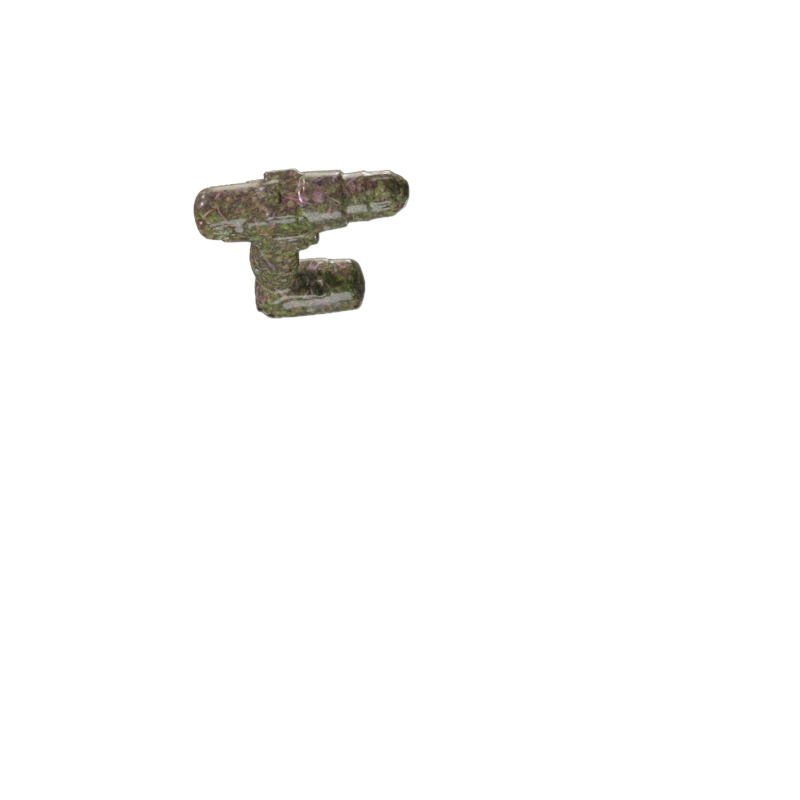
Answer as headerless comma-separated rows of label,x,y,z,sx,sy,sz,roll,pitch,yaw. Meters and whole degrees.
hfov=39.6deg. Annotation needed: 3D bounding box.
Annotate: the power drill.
power drill,-0.078,-0.143,1.000,0.186,0.061,0.175,-3,-26,6
